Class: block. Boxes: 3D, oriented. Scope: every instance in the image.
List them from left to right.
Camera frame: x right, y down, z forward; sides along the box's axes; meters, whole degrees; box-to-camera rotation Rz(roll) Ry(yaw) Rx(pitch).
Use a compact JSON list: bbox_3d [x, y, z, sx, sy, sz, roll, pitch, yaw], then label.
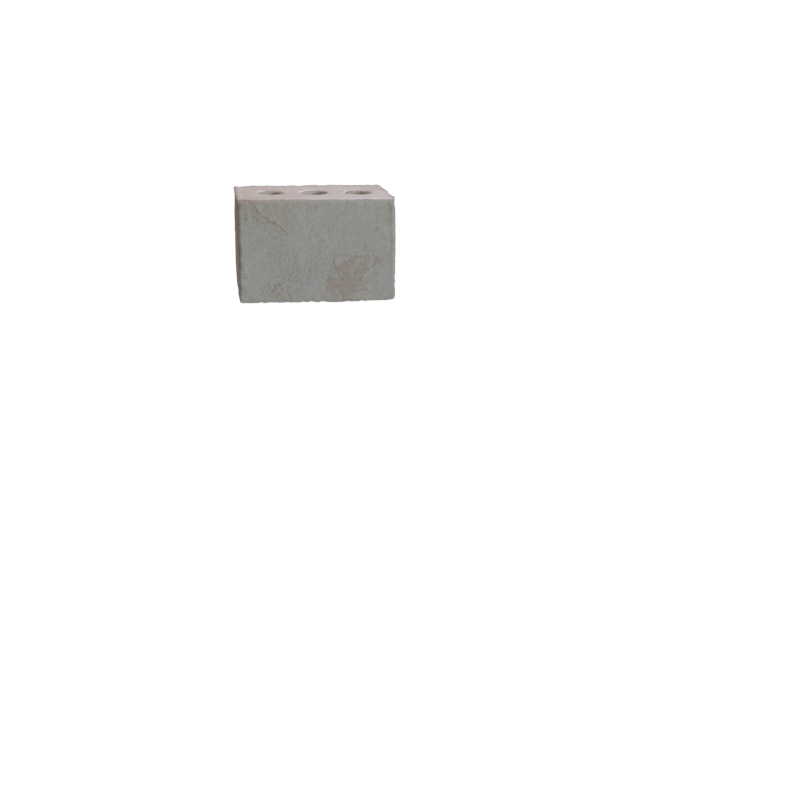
[{"bbox_3d":[-0.043,-0.079,0.551,0.077,0.050,0.055,-2,14,-7],"label":"block"}]
